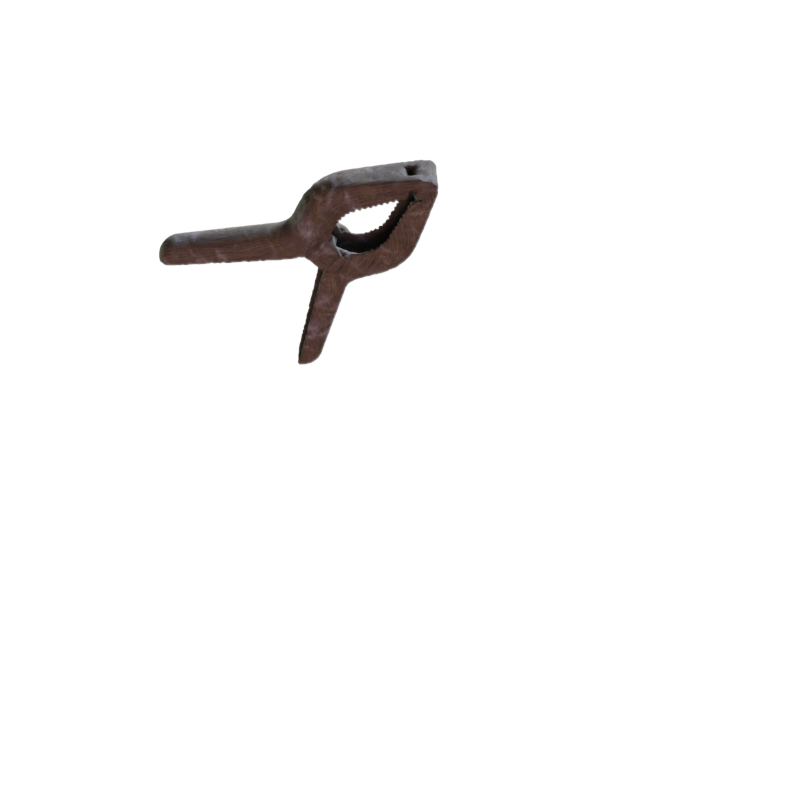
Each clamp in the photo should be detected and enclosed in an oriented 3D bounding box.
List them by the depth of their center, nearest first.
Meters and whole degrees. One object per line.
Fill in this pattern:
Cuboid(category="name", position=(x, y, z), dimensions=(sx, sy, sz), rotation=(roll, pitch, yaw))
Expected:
Cuboid(category="clamp", position=(-0.064, -0.117, 0.819), dimensions=(0.155, 0.039, 0.207), rotation=(32, -52, -29))
